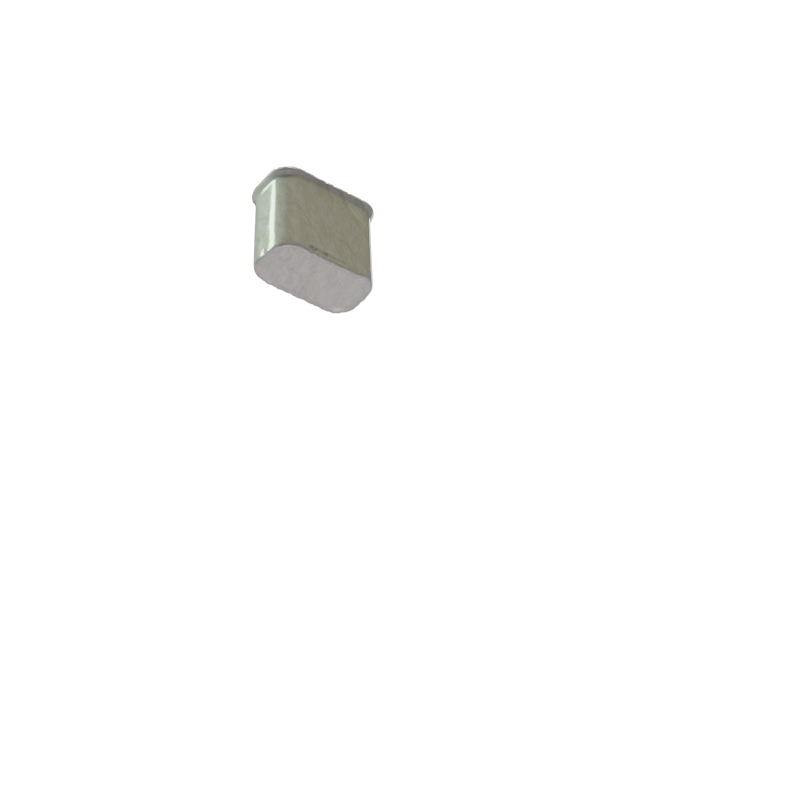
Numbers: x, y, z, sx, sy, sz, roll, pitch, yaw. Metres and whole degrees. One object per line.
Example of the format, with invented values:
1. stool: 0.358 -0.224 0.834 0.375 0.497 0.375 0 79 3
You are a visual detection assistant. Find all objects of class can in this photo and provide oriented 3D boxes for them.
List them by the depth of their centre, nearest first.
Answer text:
1. can: -0.070 -0.128 0.896 0.097 0.090 0.056 23 -45 -28
